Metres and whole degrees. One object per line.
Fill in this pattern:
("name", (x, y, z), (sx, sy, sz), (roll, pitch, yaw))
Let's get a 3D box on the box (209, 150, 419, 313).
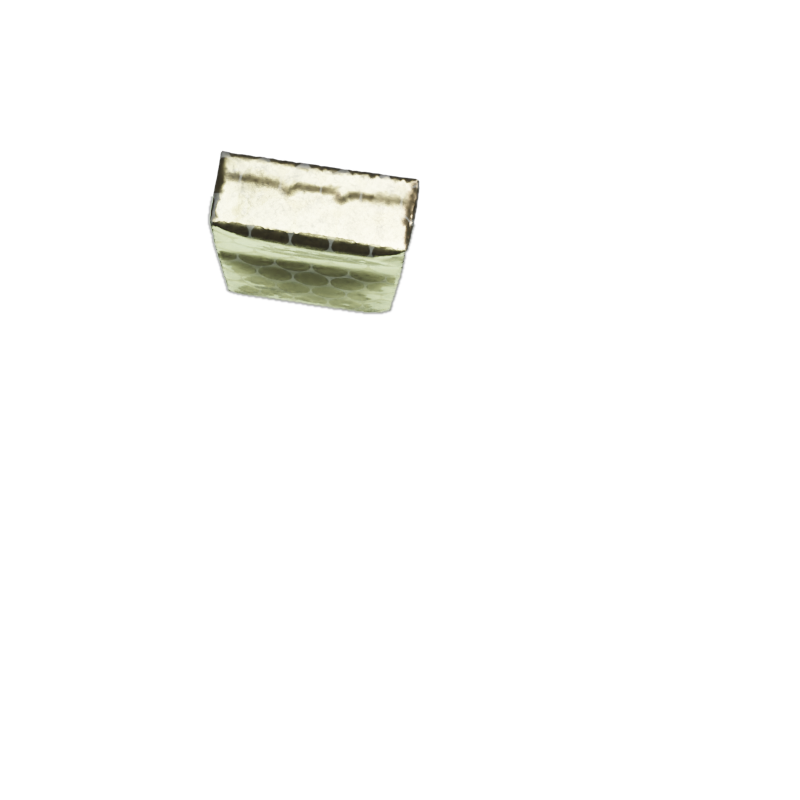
("box", (-0.077, -0.140, 0.981), (0.164, 0.074, 0.207), (9, -10, -1))
